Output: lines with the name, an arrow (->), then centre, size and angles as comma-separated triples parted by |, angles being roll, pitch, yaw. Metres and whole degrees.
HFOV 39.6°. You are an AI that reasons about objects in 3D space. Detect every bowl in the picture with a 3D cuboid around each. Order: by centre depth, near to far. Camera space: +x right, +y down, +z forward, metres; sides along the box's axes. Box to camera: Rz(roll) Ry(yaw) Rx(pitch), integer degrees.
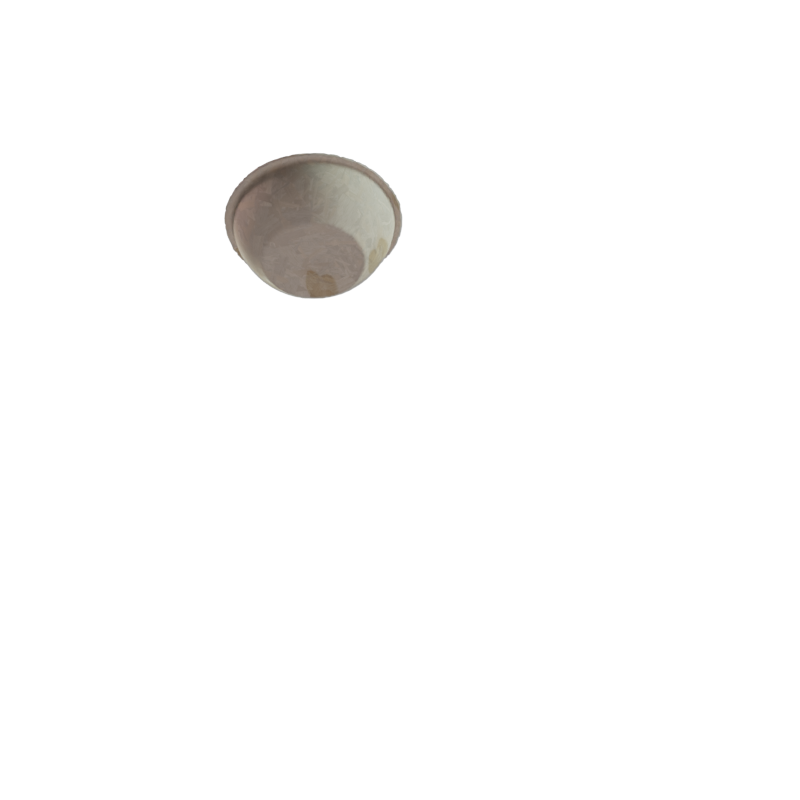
bowl -> -0.078, -0.142, 0.992 | 0.162, 0.059, 0.151 | 1, -44, -1
